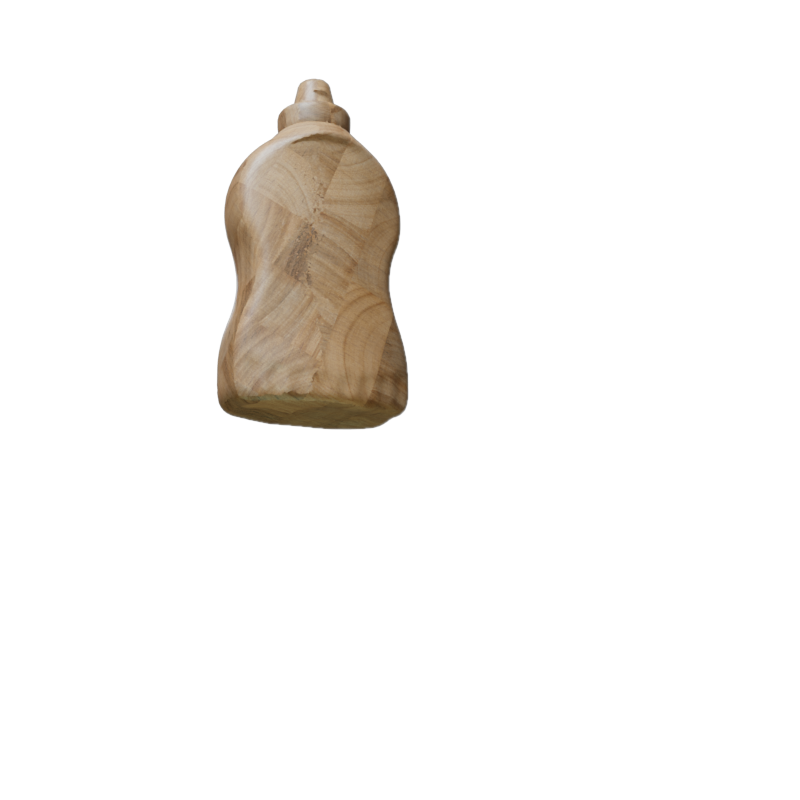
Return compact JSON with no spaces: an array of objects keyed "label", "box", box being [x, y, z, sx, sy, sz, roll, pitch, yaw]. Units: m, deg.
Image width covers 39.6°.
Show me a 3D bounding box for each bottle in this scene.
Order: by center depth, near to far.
[{"label":"bottle","box":[-0.046,-0.085,0.594,0.093,0.201,0.057,6,-23,-19]}]
